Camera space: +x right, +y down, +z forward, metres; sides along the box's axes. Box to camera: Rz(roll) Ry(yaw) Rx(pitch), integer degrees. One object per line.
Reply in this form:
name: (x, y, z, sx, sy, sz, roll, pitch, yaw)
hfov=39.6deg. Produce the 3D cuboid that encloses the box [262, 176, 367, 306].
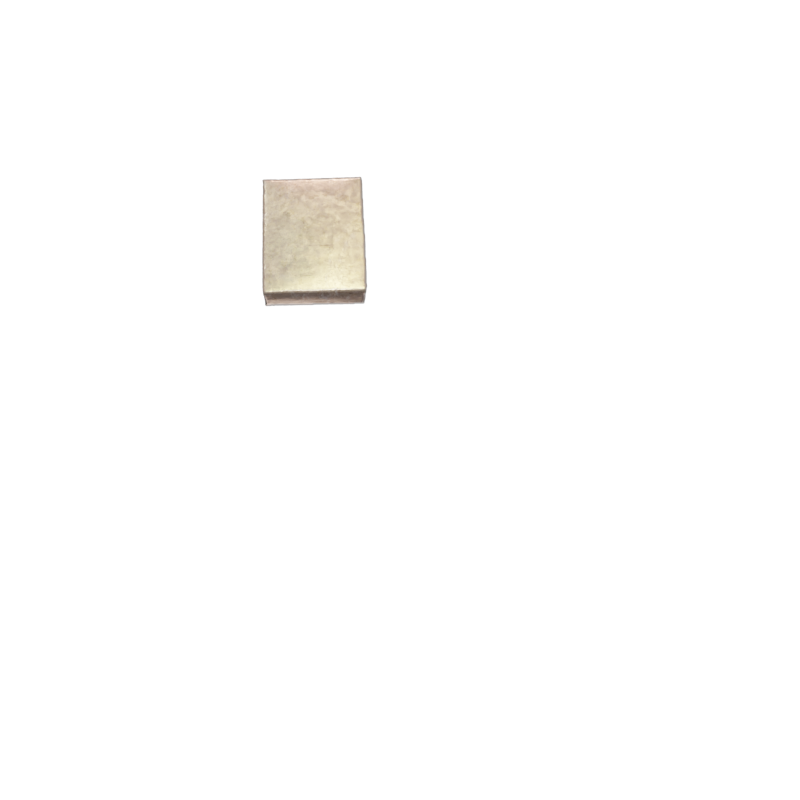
box: (-0.077, -0.140, 0.982, 0.090, 0.120, 0.037, -2, -24, -2)
